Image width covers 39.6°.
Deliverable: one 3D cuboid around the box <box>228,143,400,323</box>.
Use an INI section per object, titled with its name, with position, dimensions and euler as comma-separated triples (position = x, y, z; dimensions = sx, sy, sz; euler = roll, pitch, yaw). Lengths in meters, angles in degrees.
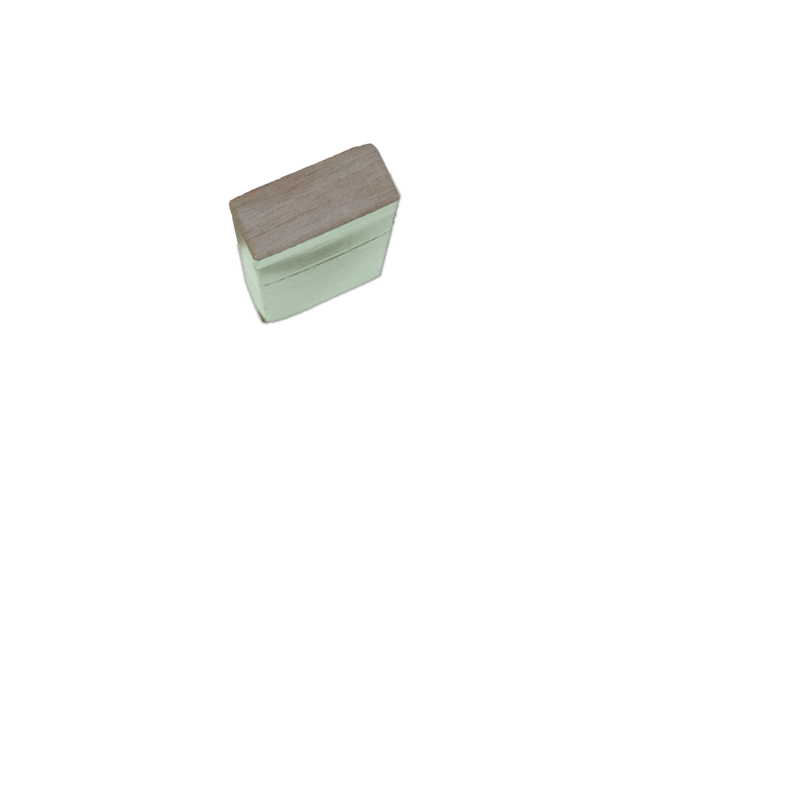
[box]
position = -0.055, -0.101, 0.704
dimensions = 0.093, 0.050, 0.170
euler = -24, -9, -8
